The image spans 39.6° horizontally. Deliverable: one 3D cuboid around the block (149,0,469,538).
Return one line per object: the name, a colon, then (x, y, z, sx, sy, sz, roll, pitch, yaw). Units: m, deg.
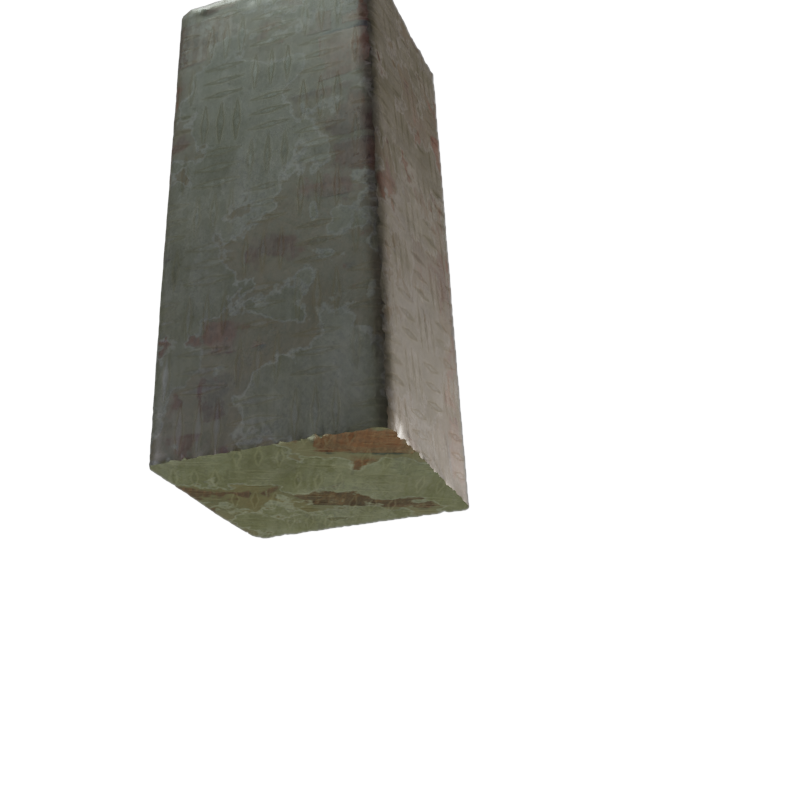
block: (-0.035, -0.064, 0.444, 0.092, 0.219, 0.083, -13, -31, 18)
